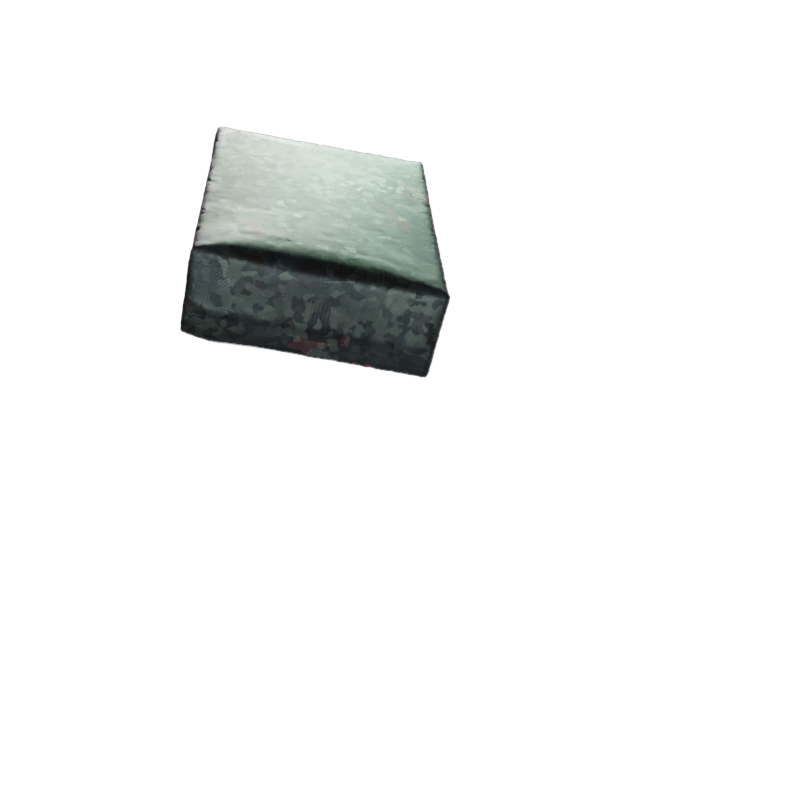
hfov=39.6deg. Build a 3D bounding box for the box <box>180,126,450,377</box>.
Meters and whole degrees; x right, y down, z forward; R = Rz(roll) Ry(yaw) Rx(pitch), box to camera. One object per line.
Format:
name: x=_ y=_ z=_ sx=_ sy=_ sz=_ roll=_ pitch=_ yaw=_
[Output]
box: x=-0.061 y=-0.111 z=0.780 sx=0.162 sy=0.068 sz=0.227 roll=8 pitch=31 yaw=-8
